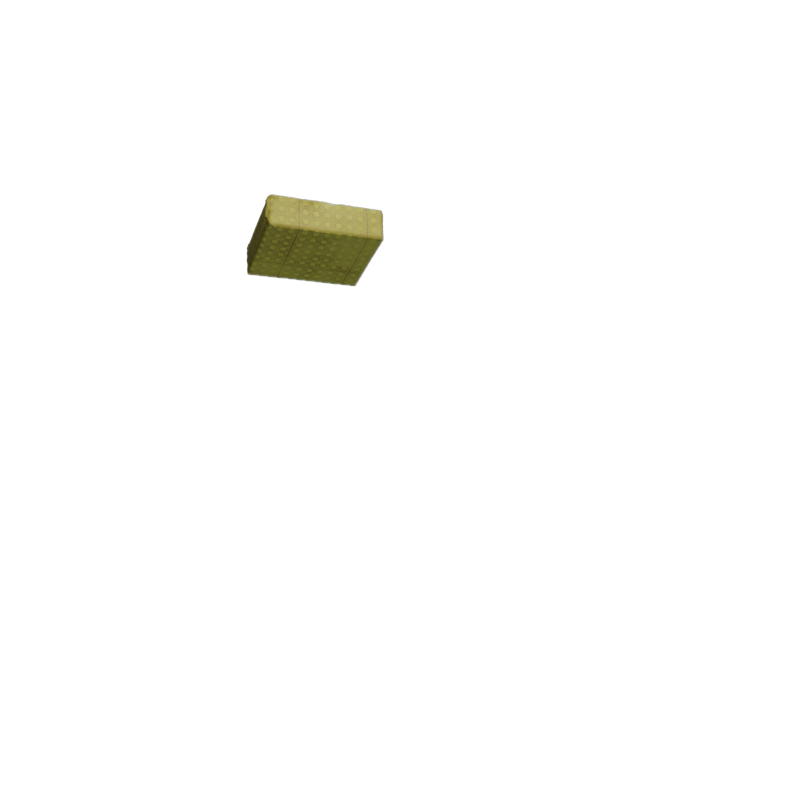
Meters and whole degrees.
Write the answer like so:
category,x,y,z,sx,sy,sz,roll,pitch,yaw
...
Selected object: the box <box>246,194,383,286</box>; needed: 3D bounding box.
category,x,y,z,sx,sy,sz,roll,pitch,yaw
box,-0.065,-0.118,0.829,0.087,0.032,0.070,7,-27,-14
